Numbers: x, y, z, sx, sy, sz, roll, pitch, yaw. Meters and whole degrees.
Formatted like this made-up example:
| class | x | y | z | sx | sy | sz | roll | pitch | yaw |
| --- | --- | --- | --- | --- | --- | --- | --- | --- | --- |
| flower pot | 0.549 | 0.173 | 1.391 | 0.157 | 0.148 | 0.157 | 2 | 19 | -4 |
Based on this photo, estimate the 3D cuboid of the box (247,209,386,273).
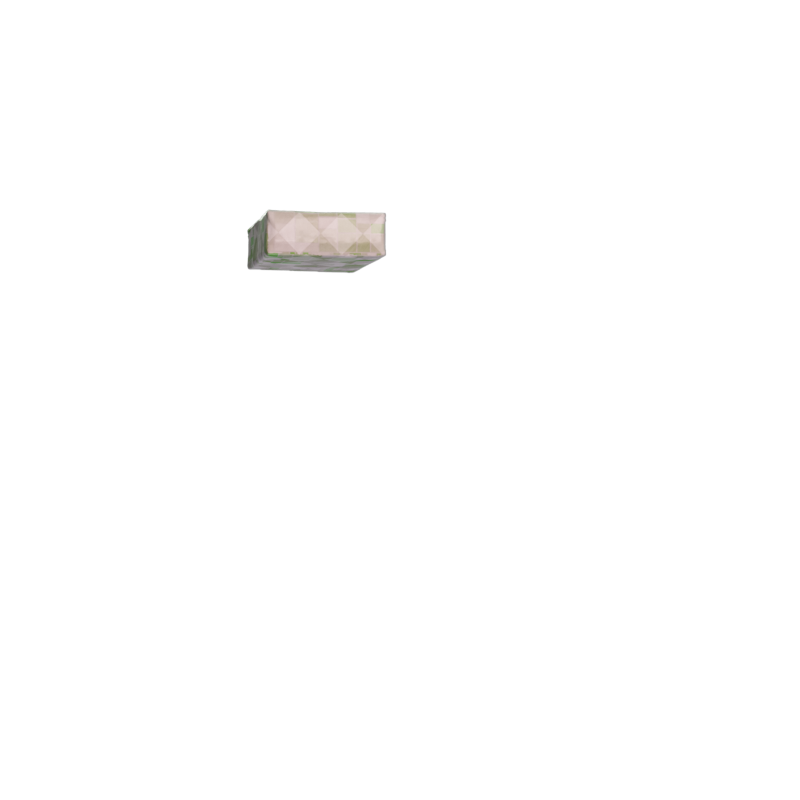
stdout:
| class | x | y | z | sx | sy | sz | roll | pitch | yaw |
| --- | --- | --- | --- | --- | --- | --- | --- | --- | --- |
| box | -0.055 | -0.100 | 0.697 | 0.072 | 0.030 | 0.090 | 0 | 0 | -14 |
